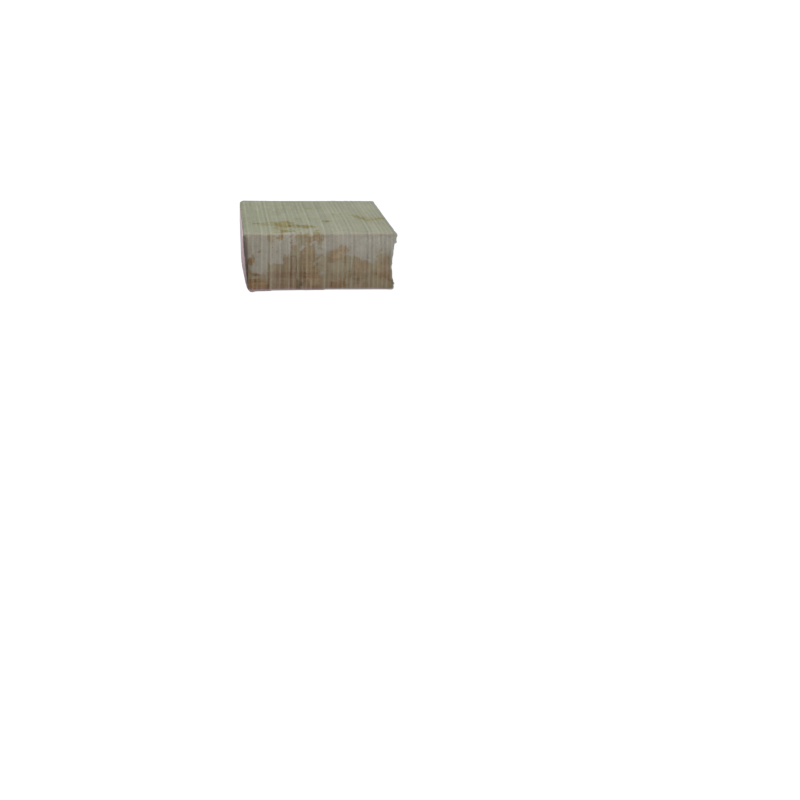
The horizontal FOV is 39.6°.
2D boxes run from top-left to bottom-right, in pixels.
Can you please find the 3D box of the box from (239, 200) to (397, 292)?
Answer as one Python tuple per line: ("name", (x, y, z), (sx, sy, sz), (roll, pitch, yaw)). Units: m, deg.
("box", (-0.054, -0.098, 0.688), (0.089, 0.037, 0.119), (-2, 21, -7))
